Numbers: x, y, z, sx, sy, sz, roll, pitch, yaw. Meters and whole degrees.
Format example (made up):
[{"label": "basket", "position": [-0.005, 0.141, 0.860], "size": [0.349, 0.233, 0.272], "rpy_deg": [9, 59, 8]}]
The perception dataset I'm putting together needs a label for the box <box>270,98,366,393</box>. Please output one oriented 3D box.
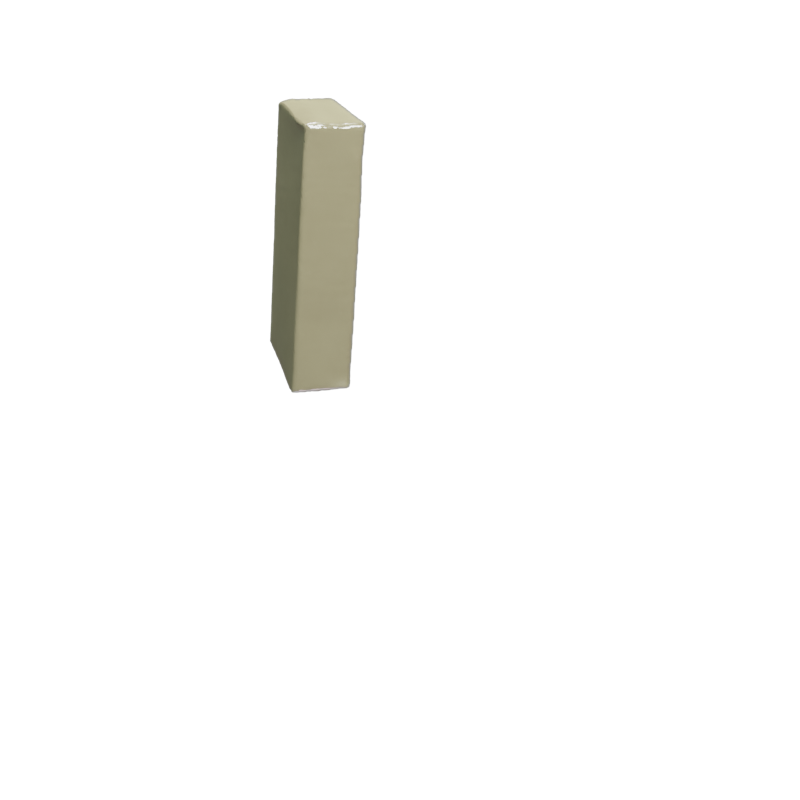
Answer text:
[{"label": "box", "position": [-0.057, -0.104, 0.727], "size": [0.047, 0.169, 0.099], "rpy_deg": [-3, 19, -15]}]
